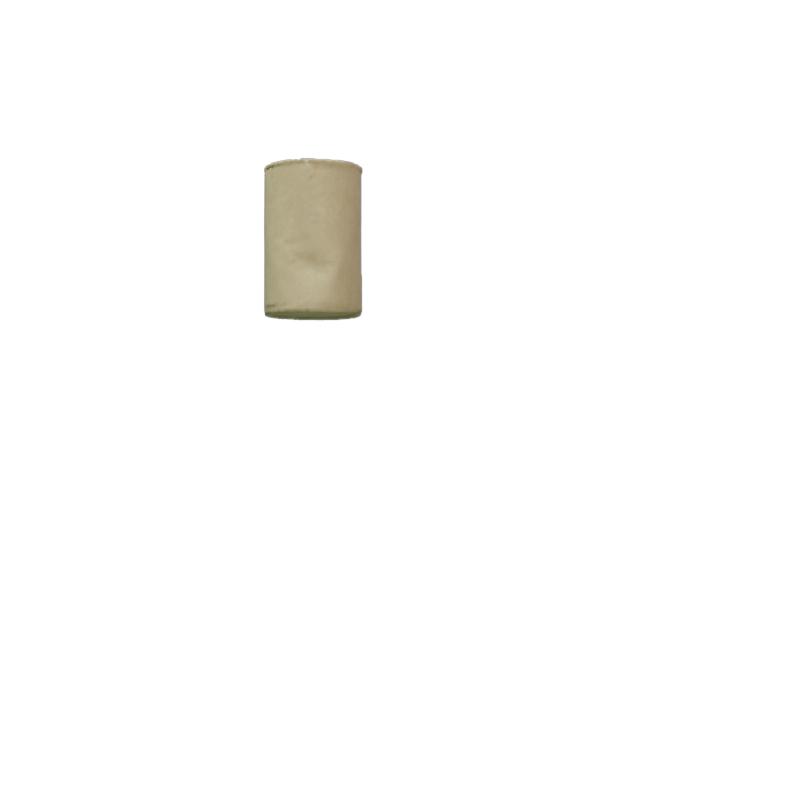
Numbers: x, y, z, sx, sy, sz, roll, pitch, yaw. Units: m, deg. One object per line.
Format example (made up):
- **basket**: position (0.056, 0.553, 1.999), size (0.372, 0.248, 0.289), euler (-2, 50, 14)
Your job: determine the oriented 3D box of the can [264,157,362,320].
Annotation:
- **can**: position (-0.059, -0.108, 0.754), size (0.068, 0.104, 0.067), euler (0, -6, -2)
